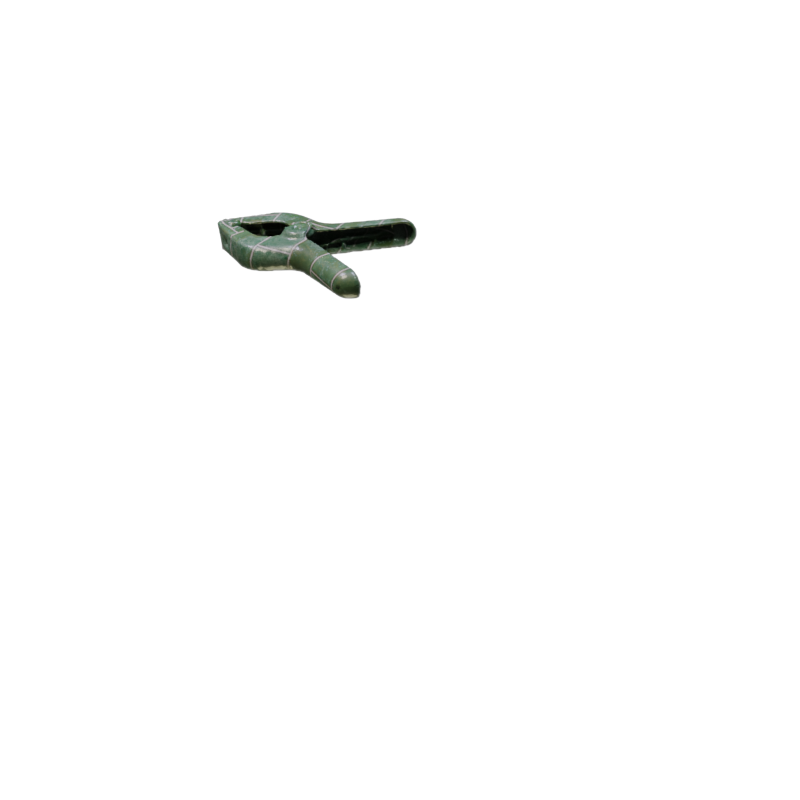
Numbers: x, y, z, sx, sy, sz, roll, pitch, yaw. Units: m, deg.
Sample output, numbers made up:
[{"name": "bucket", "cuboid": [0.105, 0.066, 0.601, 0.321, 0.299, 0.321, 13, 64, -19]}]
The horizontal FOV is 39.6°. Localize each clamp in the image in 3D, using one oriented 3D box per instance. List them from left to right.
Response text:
[{"name": "clamp", "cuboid": [-0.074, -0.136, 0.951, 0.181, 0.037, 0.120, 19, 34, 31]}]
